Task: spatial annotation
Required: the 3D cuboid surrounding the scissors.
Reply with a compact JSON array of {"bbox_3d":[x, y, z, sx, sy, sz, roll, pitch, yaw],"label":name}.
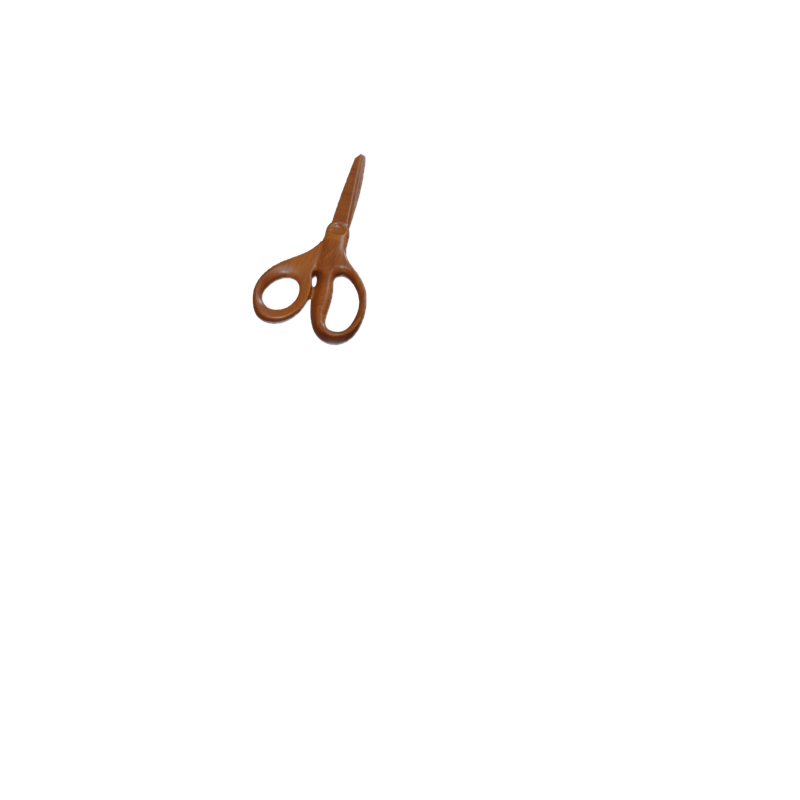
[{"bbox_3d":[-0.070,-0.127,0.888,0.096,0.217,0.015,-3,-39,-3],"label":"scissors"}]
